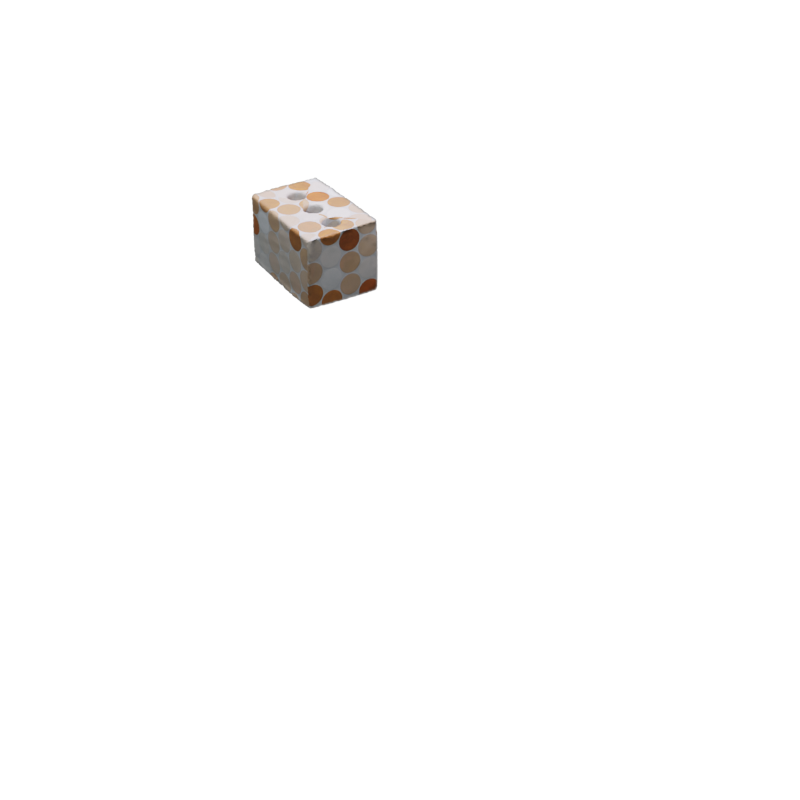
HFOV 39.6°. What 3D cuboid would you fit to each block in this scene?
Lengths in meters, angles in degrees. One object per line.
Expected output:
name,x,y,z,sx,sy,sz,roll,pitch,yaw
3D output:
block,-0.057,-0.104,0.730,0.052,0.048,0.084,-18,38,-28
